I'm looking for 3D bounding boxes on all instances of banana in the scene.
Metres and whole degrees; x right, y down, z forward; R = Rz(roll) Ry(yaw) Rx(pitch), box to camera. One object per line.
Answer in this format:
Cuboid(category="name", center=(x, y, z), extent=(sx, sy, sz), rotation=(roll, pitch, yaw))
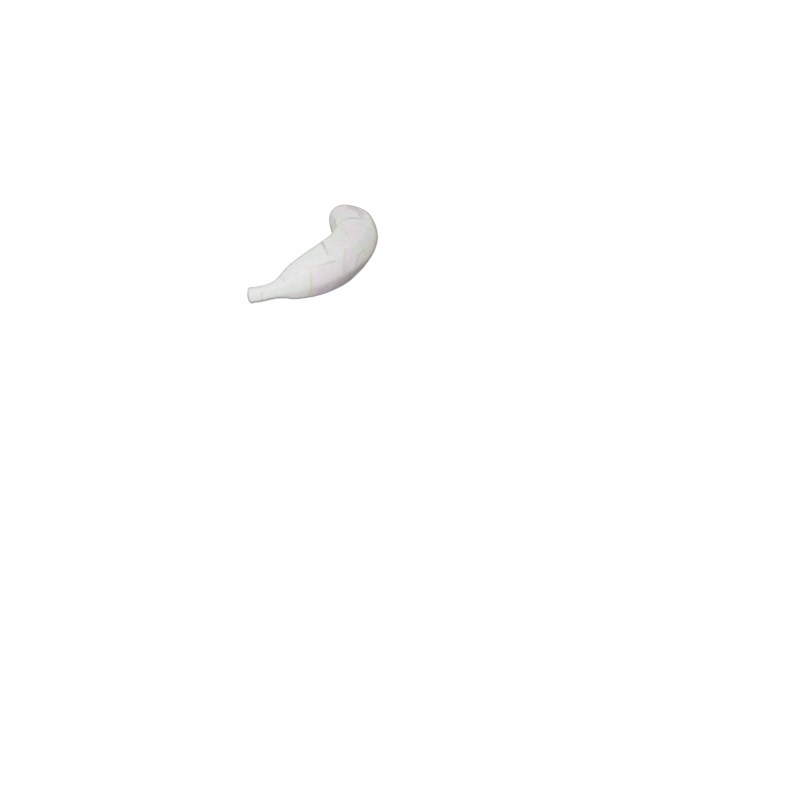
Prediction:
Cuboid(category="banana", center=(-0.053, -0.123, 0.884), extent=(0.071, 0.035, 0.202), rotation=(8, 27, 15))
